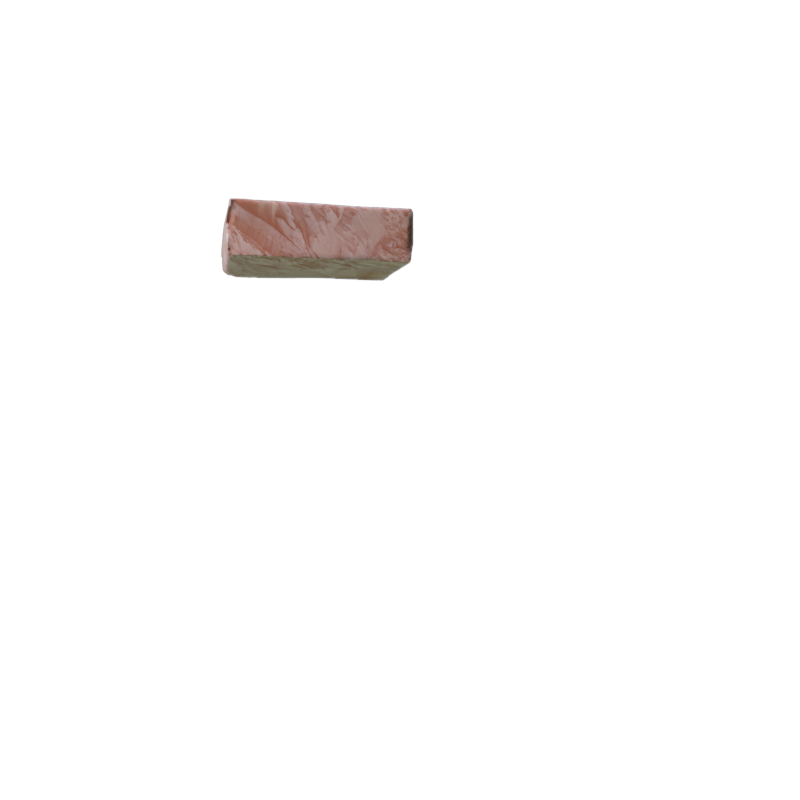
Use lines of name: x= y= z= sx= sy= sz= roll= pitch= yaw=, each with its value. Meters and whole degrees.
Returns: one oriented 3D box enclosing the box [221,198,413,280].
box: x=-0.054 y=-0.099 z=0.696 sx=0.112 sy=0.039 sz=0.089 roll=0 pitch=-3 yaw=-8
